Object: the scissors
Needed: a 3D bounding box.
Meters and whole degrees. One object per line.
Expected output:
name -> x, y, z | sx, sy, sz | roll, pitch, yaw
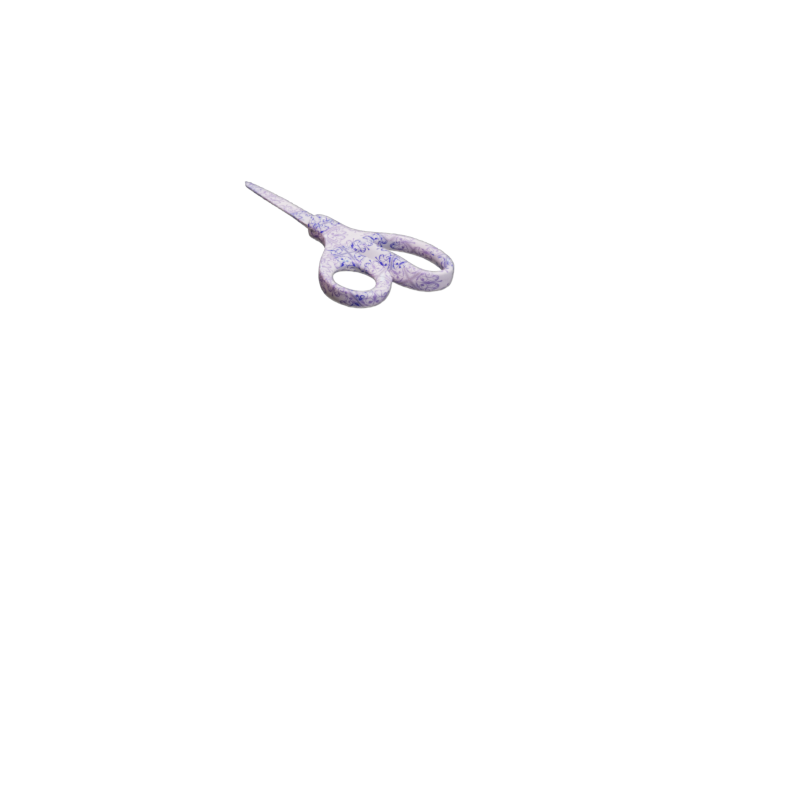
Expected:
scissors -> -0.059, -0.108, 0.757 | 0.213, 0.015, 0.097 | 23, 39, 31
